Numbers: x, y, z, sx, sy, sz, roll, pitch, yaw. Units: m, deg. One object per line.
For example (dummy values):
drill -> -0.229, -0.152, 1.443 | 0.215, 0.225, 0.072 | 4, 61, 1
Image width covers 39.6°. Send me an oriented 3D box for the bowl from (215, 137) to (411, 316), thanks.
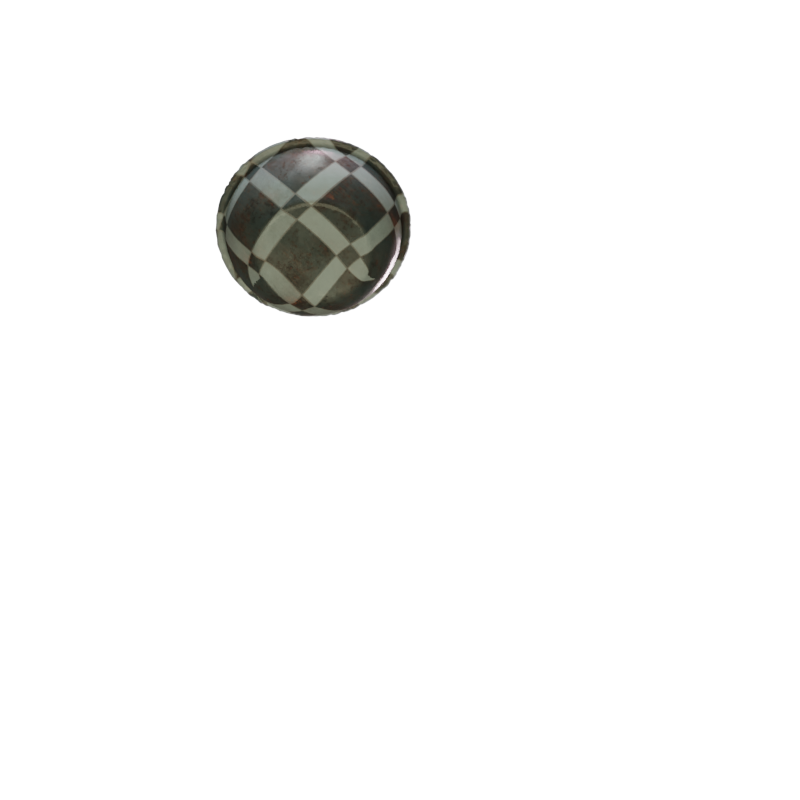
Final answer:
bowl -> -0.070, -0.128, 0.895 | 0.162, 0.154, 0.058 | 1, 25, -1
